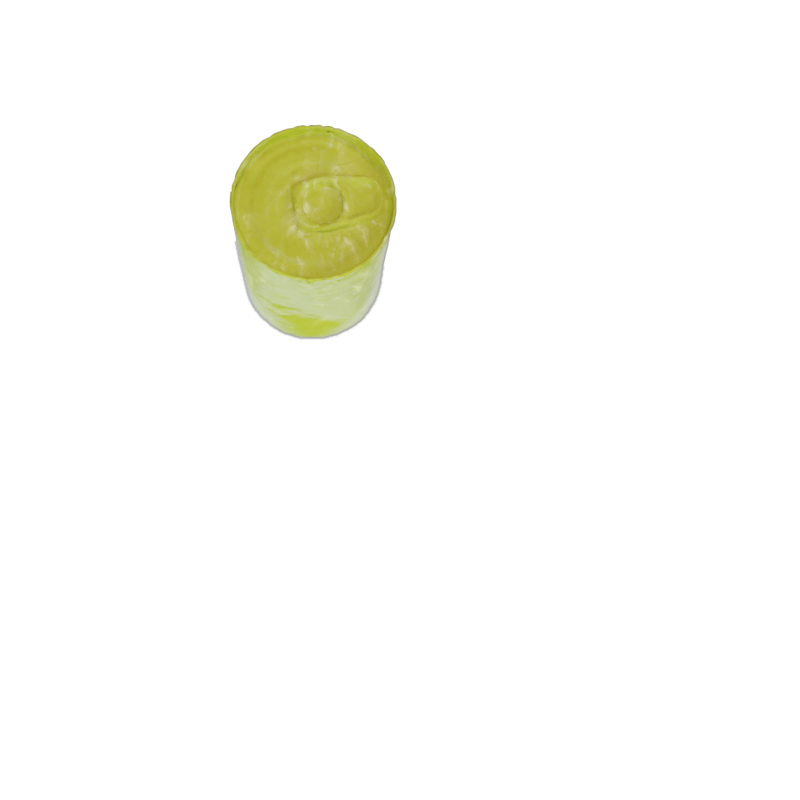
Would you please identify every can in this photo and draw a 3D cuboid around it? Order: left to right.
[{"bbox_3d":[-0.039,-0.071,0.496,0.068,0.071,0.099,0,-14,-3],"label":"can"}]
